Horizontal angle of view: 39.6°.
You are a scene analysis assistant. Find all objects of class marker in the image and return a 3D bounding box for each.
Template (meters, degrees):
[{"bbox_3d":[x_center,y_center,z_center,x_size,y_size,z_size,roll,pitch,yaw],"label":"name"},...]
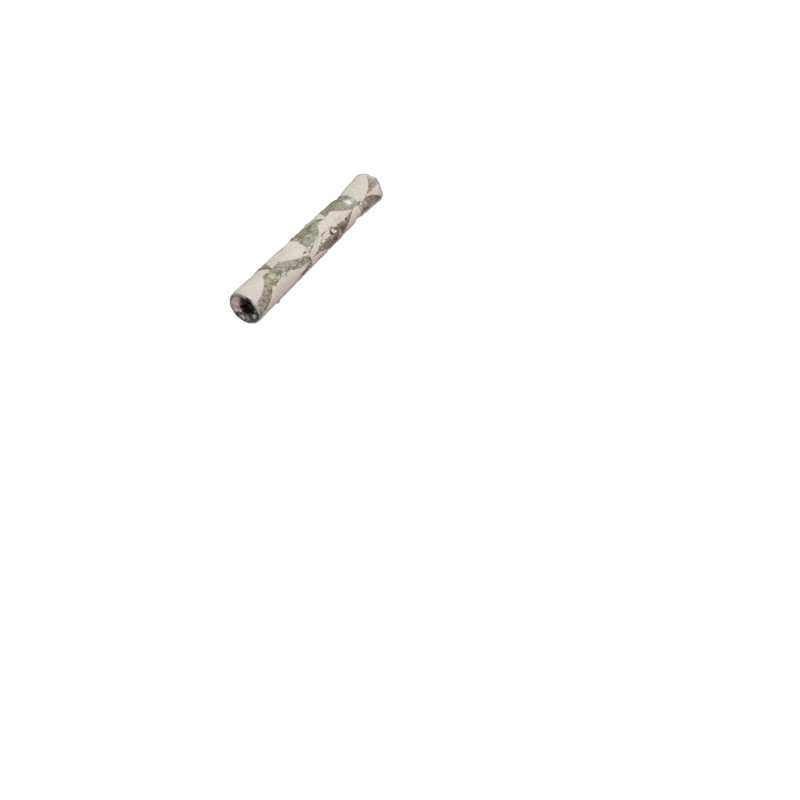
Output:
[{"bbox_3d":[-0.045,-0.082,0.573,0.020,0.018,0.124,2,39,37],"label":"marker"}]
